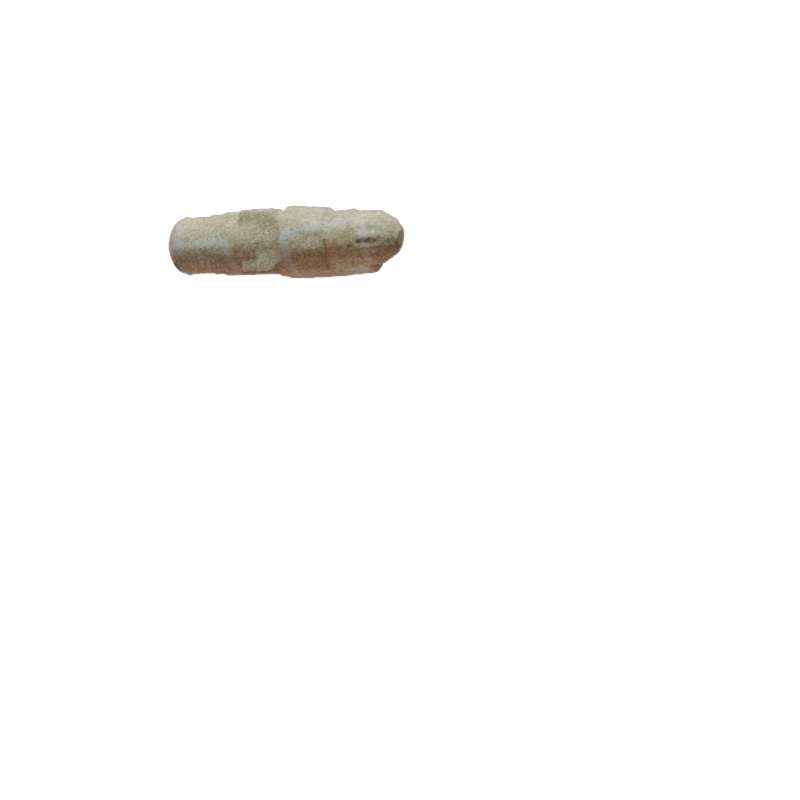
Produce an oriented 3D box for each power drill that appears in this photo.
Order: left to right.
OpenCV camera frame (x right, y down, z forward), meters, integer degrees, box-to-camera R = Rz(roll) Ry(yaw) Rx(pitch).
[{"bbox_3d":[-0.071,-0.129,0.901,0.189,0.057,0.184,1,5,16],"label":"power drill"}]
